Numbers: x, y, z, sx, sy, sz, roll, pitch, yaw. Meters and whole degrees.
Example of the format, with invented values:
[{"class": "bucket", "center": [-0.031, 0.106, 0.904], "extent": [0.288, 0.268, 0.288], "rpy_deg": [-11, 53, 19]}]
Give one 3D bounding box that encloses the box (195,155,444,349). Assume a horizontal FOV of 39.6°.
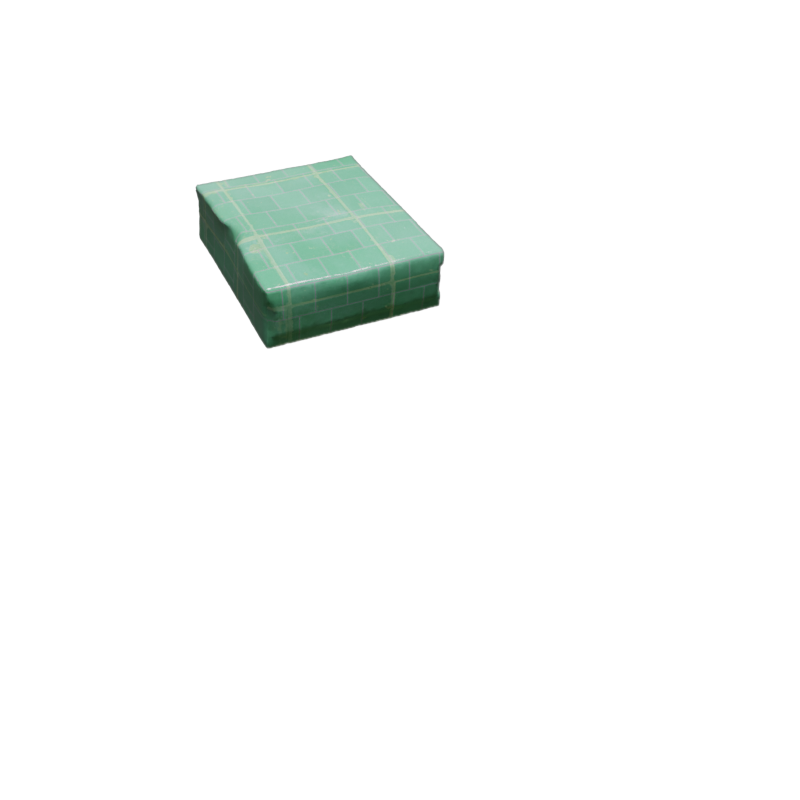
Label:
[{"class": "box", "center": [-0.035, -0.064, 0.447], "extent": [0.072, 0.028, 0.097], "rpy_deg": [-15, 40, -19]}]
